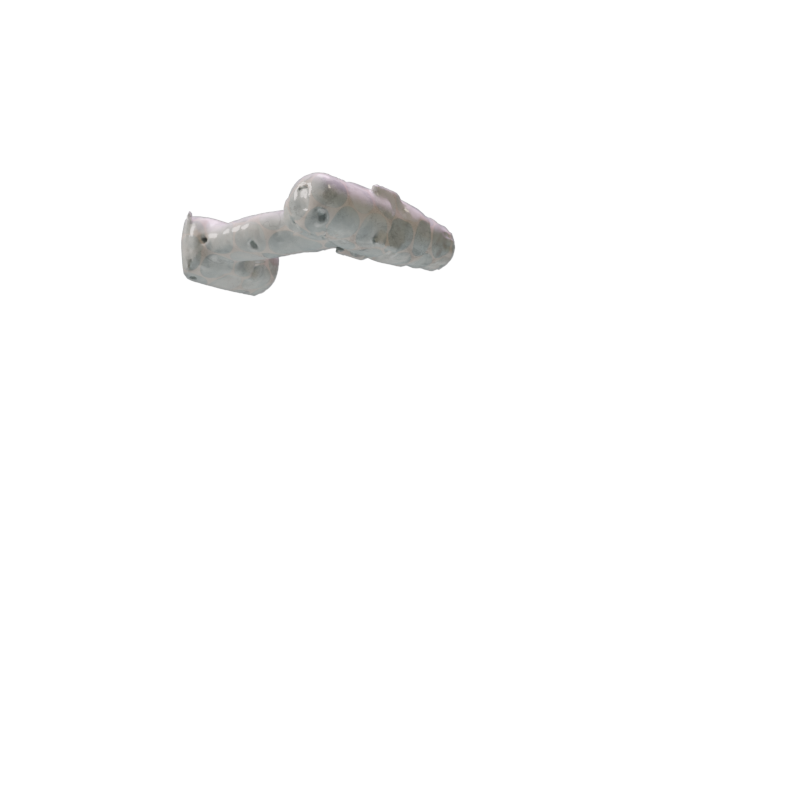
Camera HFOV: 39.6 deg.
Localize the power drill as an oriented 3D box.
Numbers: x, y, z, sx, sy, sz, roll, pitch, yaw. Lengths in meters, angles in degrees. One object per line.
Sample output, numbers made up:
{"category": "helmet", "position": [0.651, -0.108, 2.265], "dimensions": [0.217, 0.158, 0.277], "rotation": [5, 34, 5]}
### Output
{"category": "power drill", "position": [-0.071, -0.130, 0.907], "dimensions": [0.192, 0.059, 0.174], "rotation": [-9, -15, 37]}
